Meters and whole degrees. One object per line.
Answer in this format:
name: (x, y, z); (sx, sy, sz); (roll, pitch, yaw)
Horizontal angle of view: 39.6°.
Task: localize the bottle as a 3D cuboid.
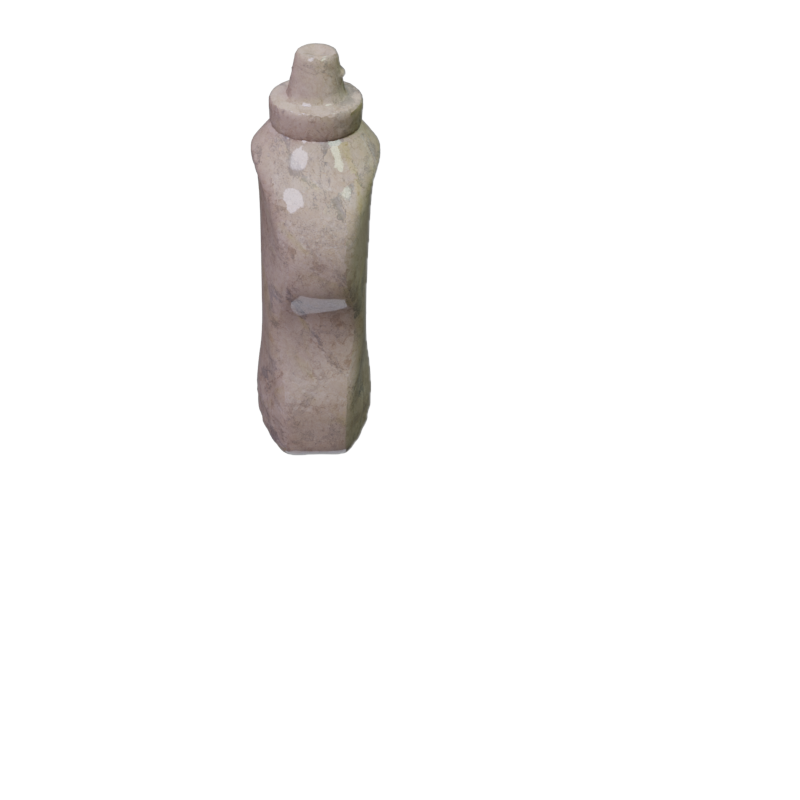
bottle: (-0.040, -0.074, 0.519); (0.058, 0.179, 0.103); (0, 36, -4)
